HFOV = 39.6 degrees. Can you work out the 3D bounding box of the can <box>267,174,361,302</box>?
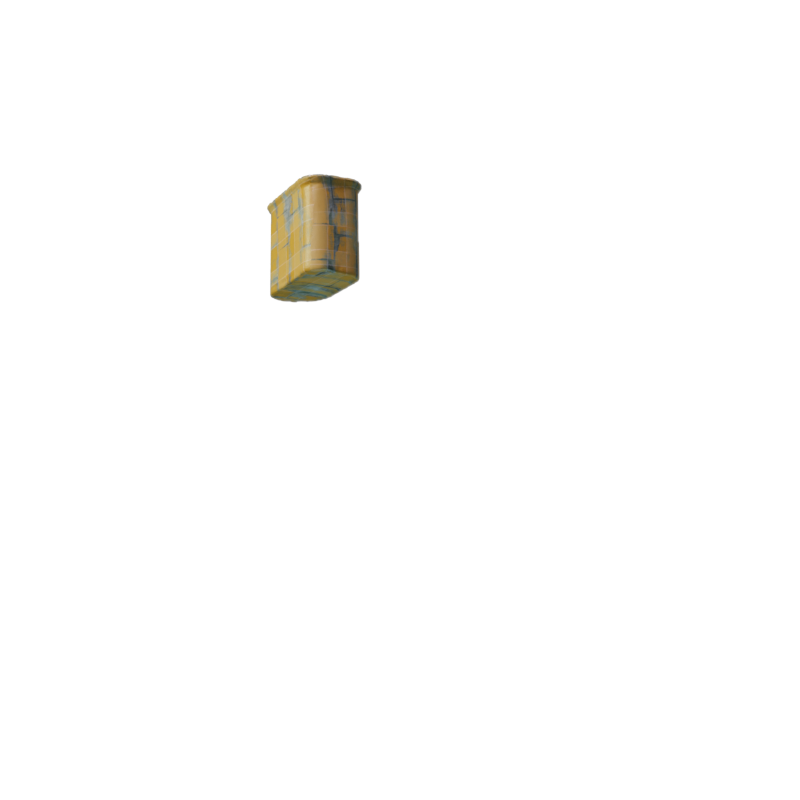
[{"bbox_3d":[-0.074,-0.135,0.946,0.055,0.087,0.102,7,-16,-27],"label":"can"}]
